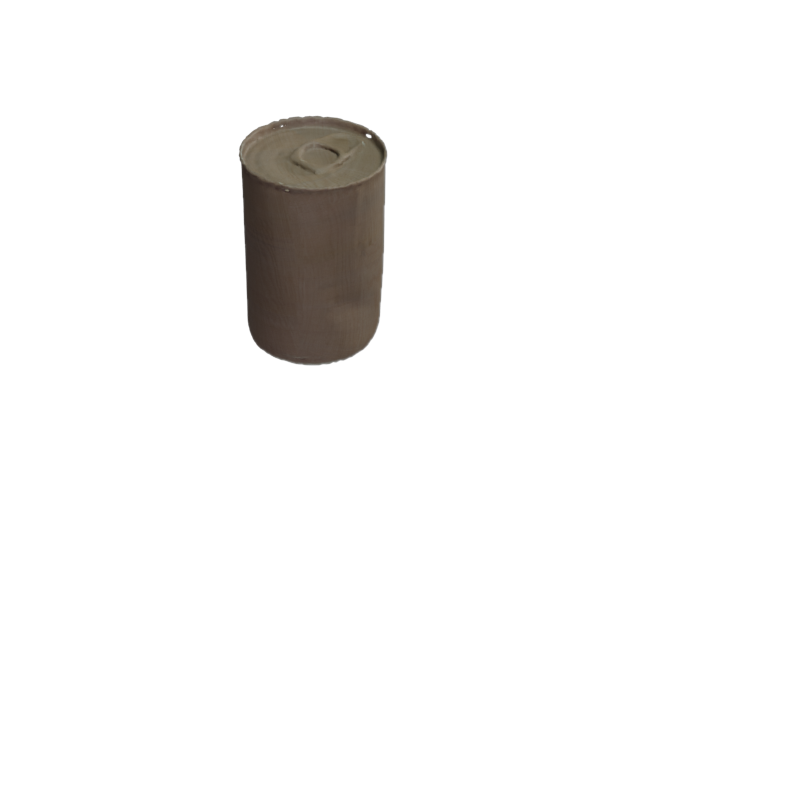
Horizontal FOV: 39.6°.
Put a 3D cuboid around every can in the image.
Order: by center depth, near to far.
[{"bbox_3d":[-0.042,-0.076,0.534,0.068,0.095,0.073,0,38,-3],"label":"can"}]
